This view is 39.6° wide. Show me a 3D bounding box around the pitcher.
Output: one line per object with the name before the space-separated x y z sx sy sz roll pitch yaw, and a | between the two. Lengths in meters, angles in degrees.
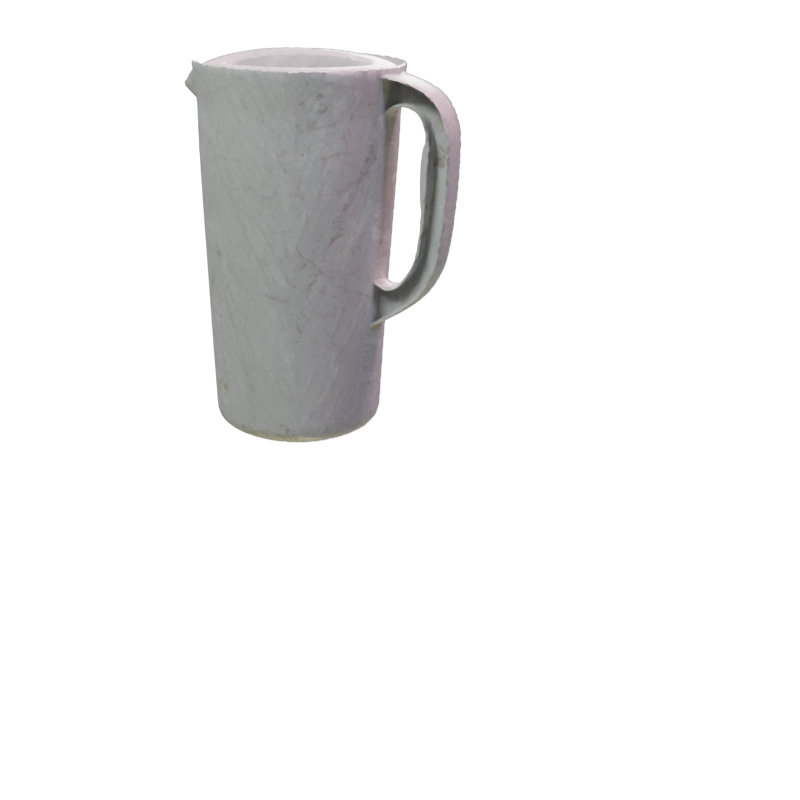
pitcher | -0.055 -0.101 0.706 0.142 0.234 0.158 -5 18 -18
